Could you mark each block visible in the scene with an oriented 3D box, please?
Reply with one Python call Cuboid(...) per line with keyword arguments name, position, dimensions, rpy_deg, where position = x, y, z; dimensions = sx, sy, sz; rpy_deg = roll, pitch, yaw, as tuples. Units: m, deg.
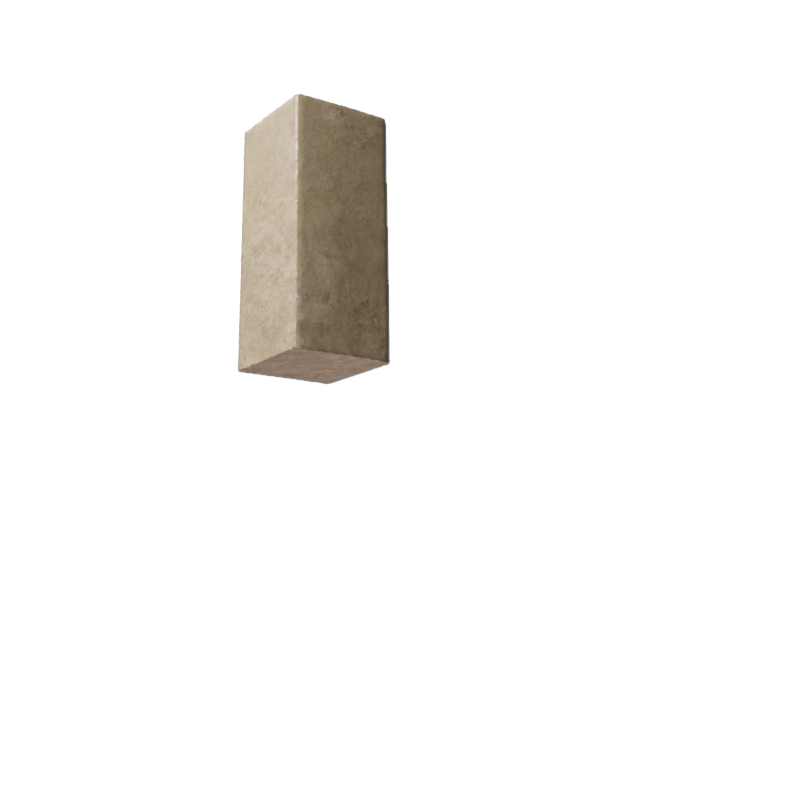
Cuboid(name="block", position=(-0.069, -0.127, 0.891), dimensions=(0.086, 0.215, 0.091), rpy_deg=(11, -22, -33))
